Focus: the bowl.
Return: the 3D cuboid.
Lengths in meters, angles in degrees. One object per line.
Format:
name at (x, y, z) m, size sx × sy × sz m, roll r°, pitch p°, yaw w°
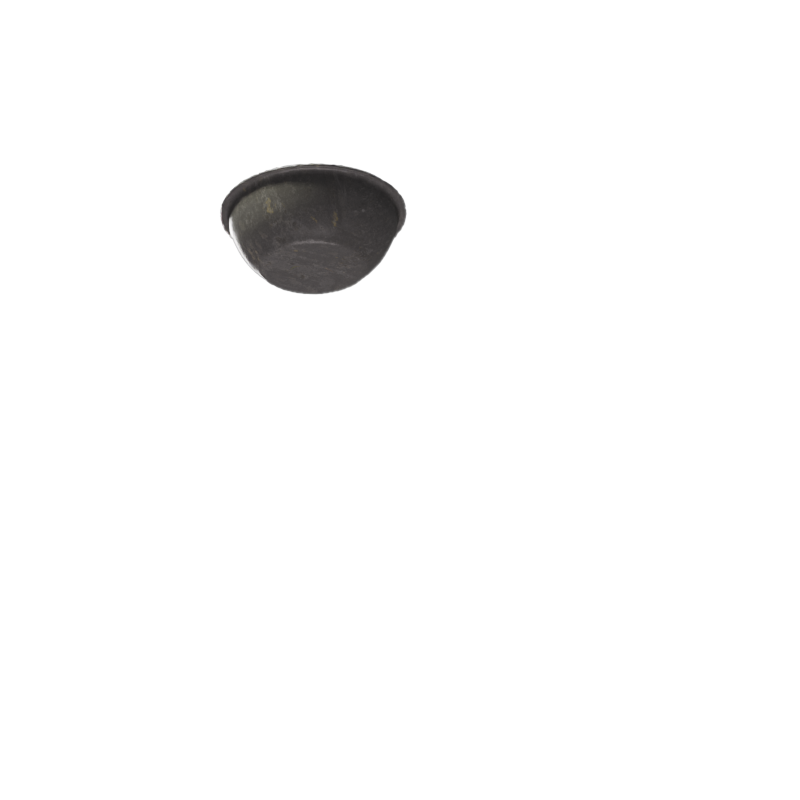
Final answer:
bowl at (-0.074, -0.135, 0.947) m, size 0.162 × 0.058 × 0.153 m, roll 1°, pitch -24°, yaw -2°
